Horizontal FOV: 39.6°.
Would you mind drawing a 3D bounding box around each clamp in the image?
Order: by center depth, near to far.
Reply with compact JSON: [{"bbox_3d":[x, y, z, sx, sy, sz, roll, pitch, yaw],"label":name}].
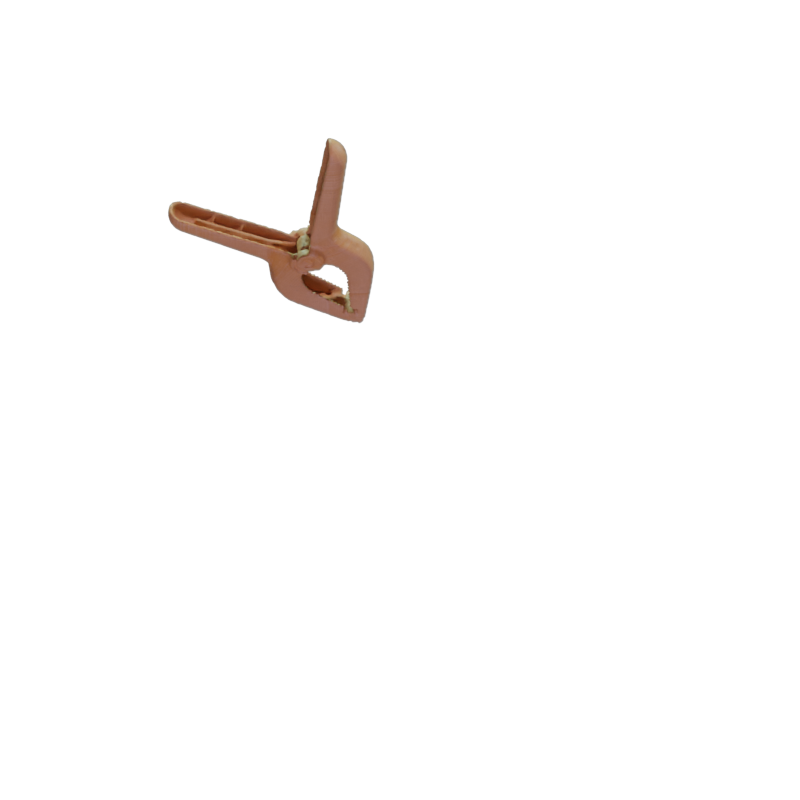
[{"bbox_3d":[-0.076,-0.138,0.965,0.165,0.039,0.195,-22,-43,26],"label":"clamp"}]
